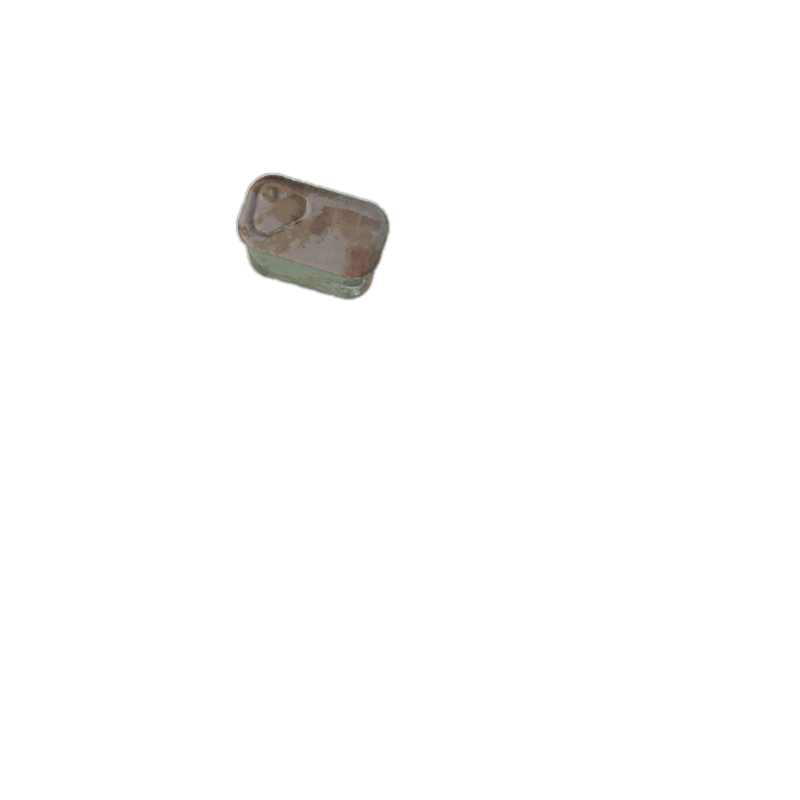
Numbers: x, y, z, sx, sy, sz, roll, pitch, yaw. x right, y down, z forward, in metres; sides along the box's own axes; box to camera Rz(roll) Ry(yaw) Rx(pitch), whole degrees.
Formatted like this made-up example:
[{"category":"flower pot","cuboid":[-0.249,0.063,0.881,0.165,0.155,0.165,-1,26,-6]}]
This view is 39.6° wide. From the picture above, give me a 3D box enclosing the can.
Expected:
[{"category":"can","cuboid":[-0.063,-0.114,0.798,0.103,0.059,0.081,17,-10,2]}]
